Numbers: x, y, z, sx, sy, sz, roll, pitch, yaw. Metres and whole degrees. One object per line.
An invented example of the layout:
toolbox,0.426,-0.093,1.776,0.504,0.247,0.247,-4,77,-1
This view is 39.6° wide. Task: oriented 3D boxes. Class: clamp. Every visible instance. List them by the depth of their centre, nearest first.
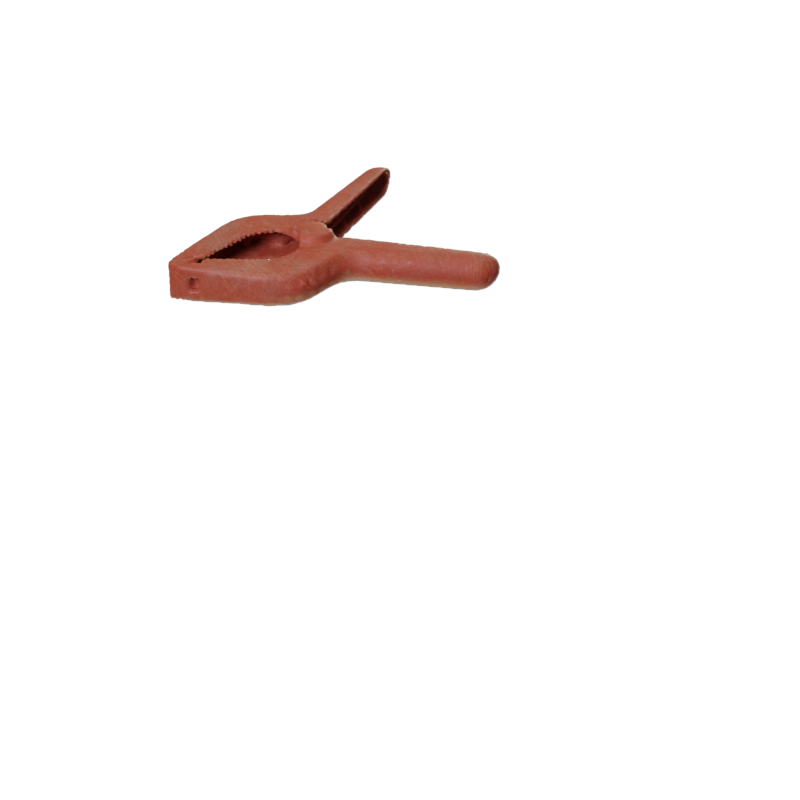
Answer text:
clamp,-0.060,-0.109,0.765,0.207,0.034,0.178,-11,36,-16
